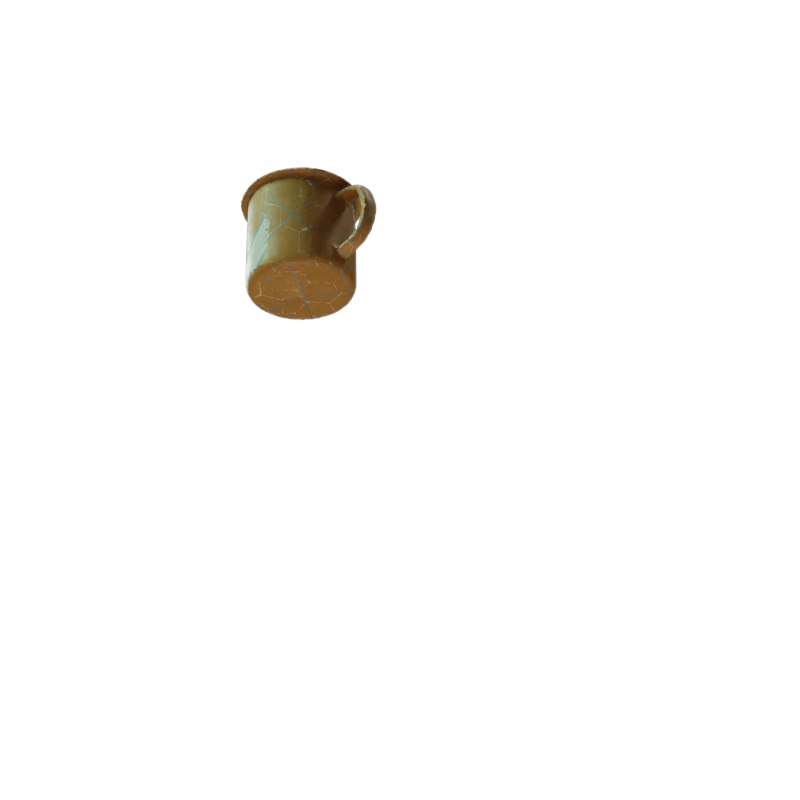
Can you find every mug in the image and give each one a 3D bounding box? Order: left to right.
[{"bbox_3d":[-0.064,-0.117,0.822,0.118,0.087,0.087,-24,-39,31],"label":"mug"}]
